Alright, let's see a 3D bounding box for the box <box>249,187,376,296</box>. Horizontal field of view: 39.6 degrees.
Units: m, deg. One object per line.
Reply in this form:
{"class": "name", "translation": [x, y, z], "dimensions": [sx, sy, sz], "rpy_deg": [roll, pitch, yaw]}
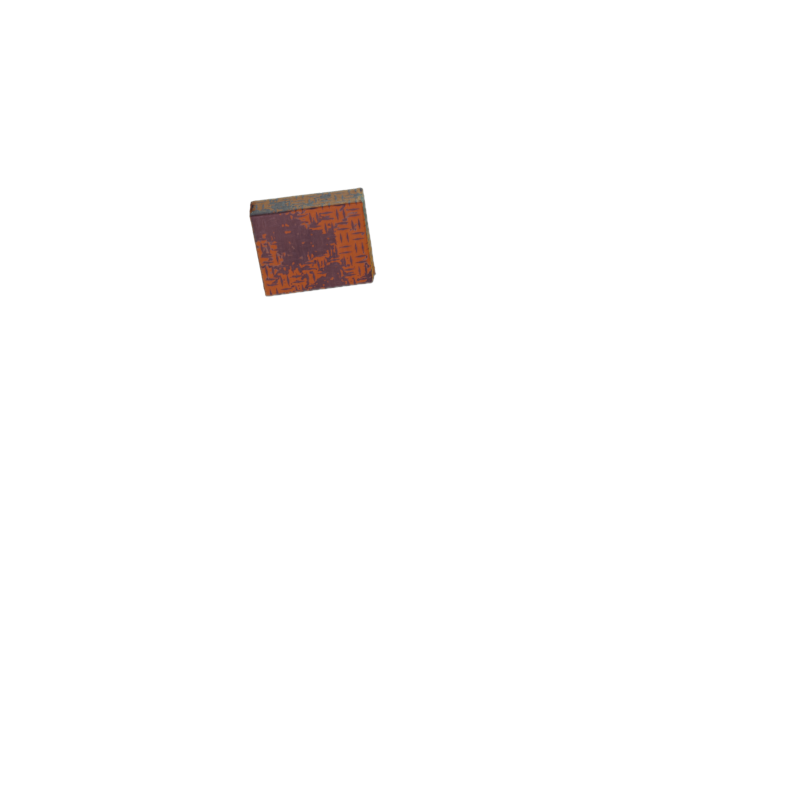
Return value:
{"class": "box", "translation": [-0.067, -0.123, 0.861], "dimensions": [0.089, 0.068, 0.032], "rpy_deg": [-7, 31, 4]}
